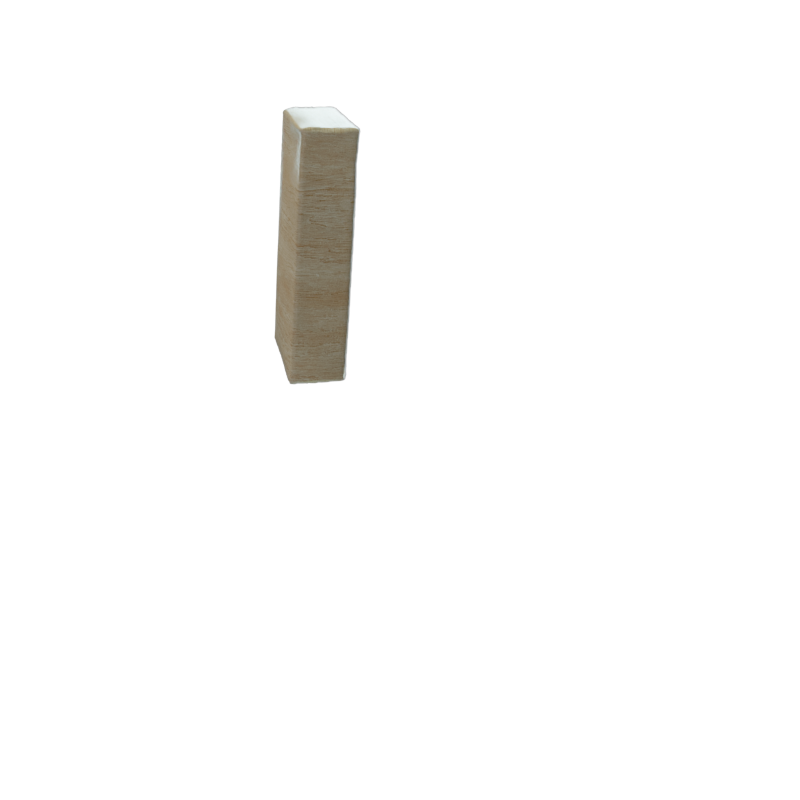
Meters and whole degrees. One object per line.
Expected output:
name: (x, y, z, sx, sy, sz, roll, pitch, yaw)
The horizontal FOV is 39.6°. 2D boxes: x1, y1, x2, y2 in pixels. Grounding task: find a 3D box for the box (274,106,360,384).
box: (-0.060, -0.110, 0.767, 0.047, 0.170, 0.098, -2, 18, -12)
